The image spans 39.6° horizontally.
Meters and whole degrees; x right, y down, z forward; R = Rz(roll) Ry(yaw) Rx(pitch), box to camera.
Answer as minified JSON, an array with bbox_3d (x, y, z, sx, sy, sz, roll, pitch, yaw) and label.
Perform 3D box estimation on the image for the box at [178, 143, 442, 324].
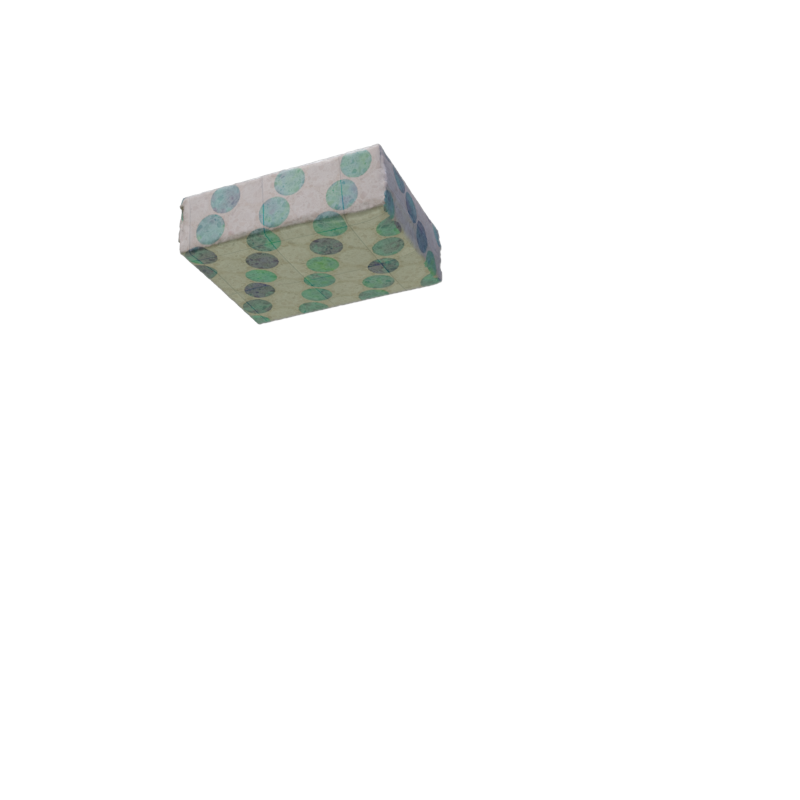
[{"bbox_3d":[-0.045,-0.082,0.576,0.115,0.041,0.083,-9,-25,20],"label":"box"}]
